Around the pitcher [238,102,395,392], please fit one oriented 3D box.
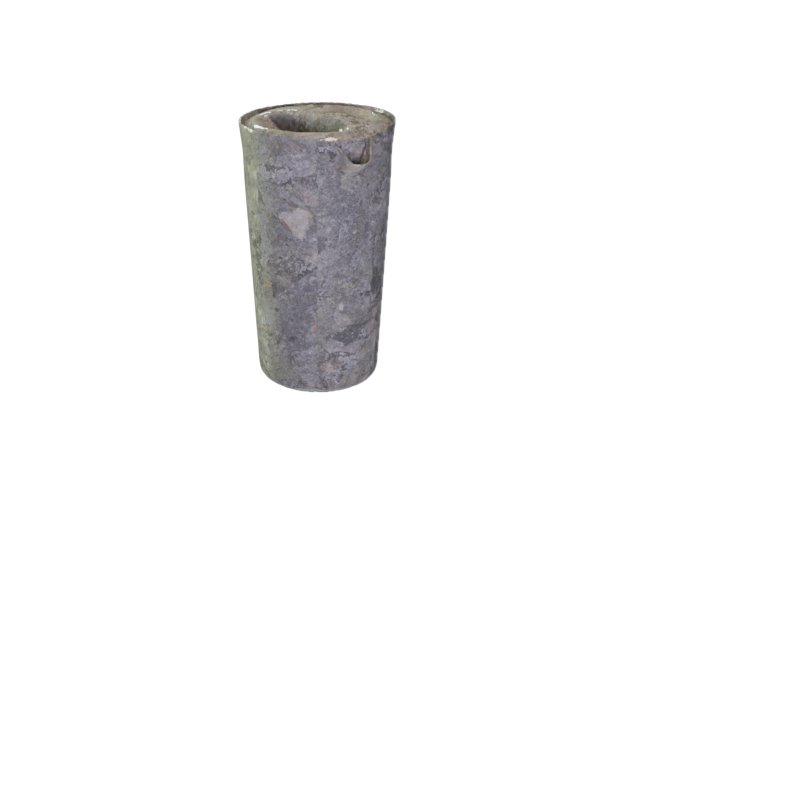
[{"bbox_3d":[-0.077,-0.140,0.984,0.149,0.232,0.153,7,23,15],"label":"pitcher"}]
